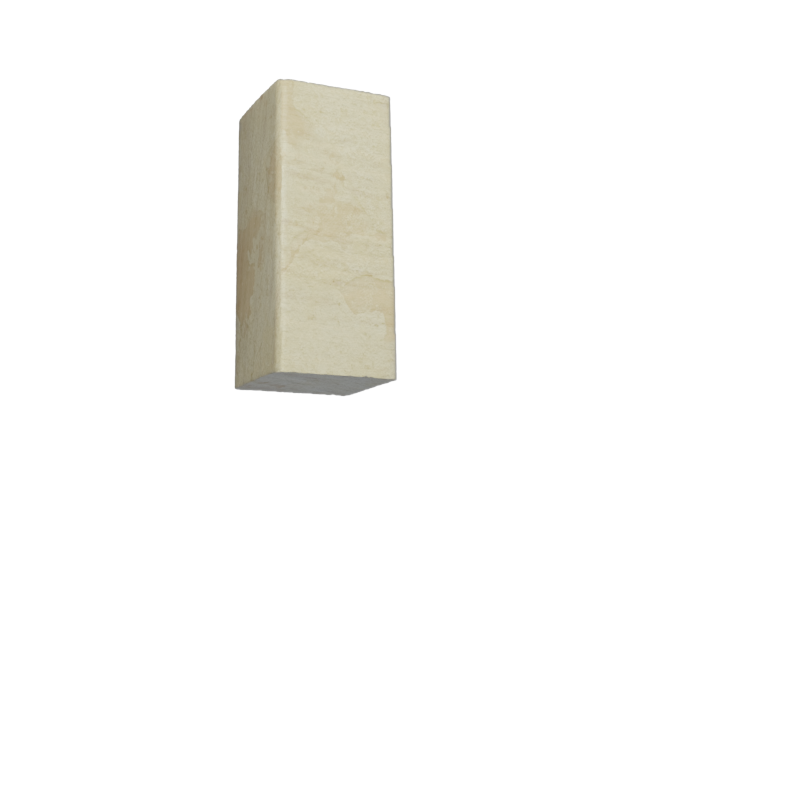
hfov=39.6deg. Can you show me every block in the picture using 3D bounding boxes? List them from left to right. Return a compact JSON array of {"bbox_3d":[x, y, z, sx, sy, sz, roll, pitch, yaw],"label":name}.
[{"bbox_3d":[-0.062,-0.114,0.796,0.088,0.214,0.090,6,-16,-25],"label":"block"}]
